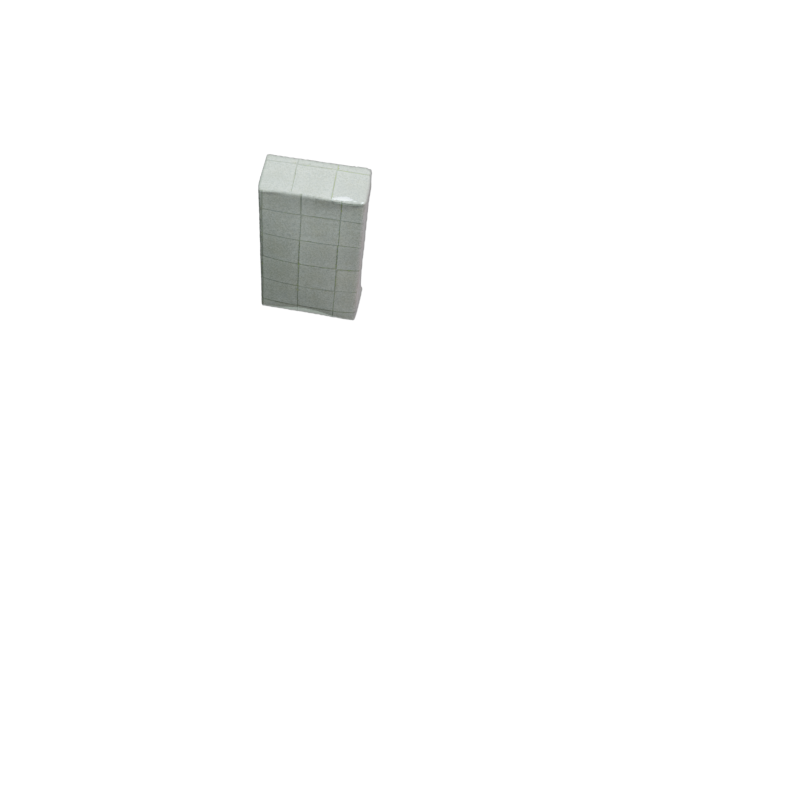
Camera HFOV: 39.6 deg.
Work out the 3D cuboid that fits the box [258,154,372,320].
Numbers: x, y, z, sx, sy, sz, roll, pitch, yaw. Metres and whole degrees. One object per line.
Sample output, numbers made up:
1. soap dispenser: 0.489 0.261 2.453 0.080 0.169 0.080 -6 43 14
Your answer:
1. box: -0.078 -0.141 0.987 0.094 0.051 0.165 10 -29 2
